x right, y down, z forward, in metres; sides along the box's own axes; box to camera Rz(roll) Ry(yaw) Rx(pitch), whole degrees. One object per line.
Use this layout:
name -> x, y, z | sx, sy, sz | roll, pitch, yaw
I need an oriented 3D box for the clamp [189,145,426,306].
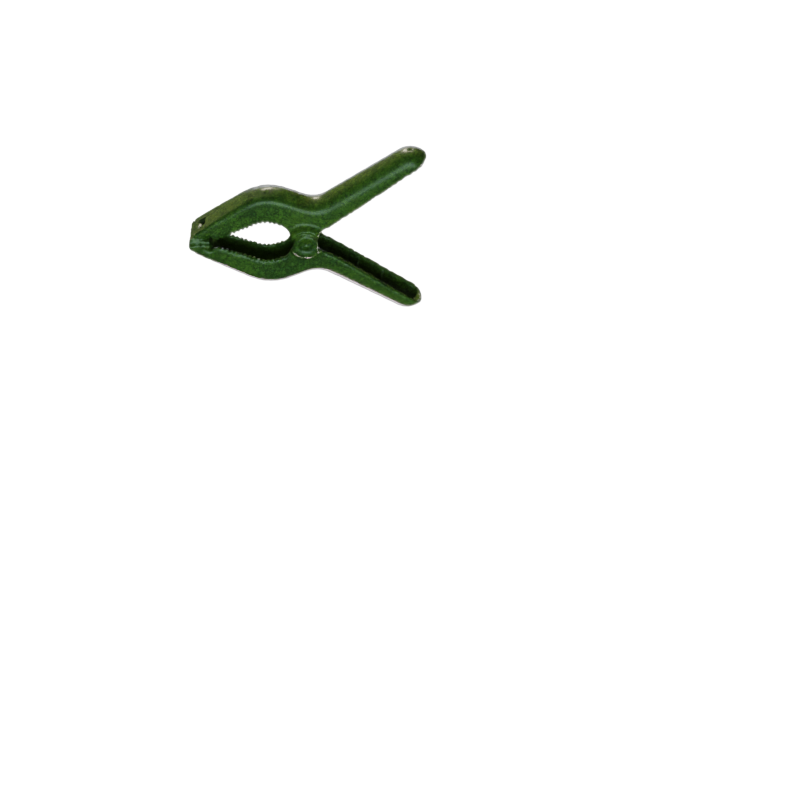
clamp -> -0.075, -0.138, 0.964 | 0.211, 0.153, 0.039 | -6, 39, 5
